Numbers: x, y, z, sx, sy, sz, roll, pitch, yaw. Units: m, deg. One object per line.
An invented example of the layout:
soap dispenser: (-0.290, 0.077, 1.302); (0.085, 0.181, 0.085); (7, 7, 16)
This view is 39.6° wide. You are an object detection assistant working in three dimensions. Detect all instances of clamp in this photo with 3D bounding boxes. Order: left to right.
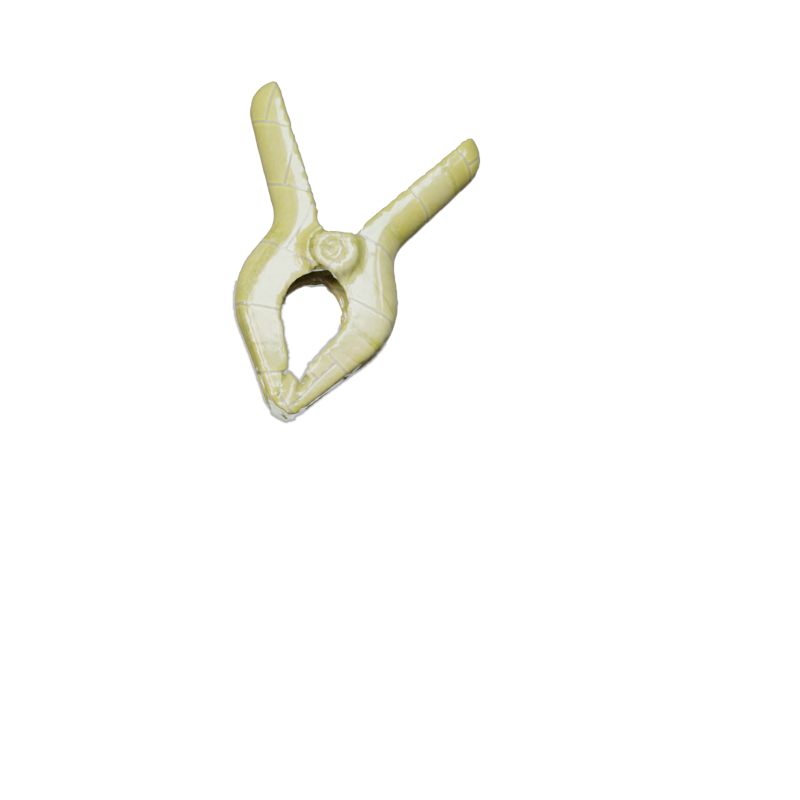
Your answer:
clamp: (-0.043, -0.078, 0.549); (0.122, 0.177, 0.037); (21, -21, 8)
